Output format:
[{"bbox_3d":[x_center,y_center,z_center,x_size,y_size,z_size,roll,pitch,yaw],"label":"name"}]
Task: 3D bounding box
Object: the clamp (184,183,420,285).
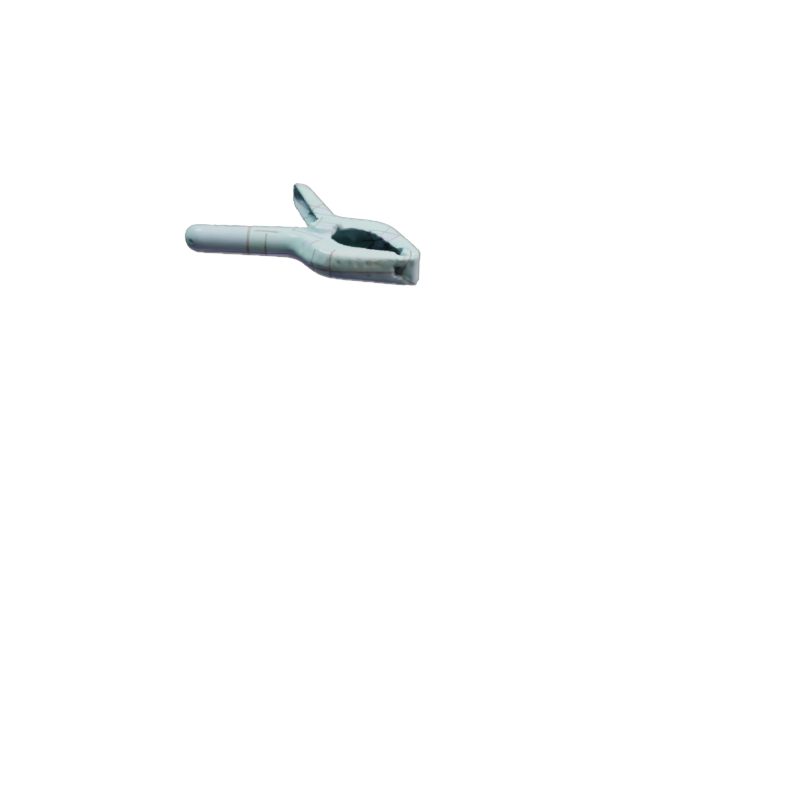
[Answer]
[{"bbox_3d":[-0.078,-0.142,0.996,0.224,0.034,0.163,26,39,37],"label":"clamp"}]
